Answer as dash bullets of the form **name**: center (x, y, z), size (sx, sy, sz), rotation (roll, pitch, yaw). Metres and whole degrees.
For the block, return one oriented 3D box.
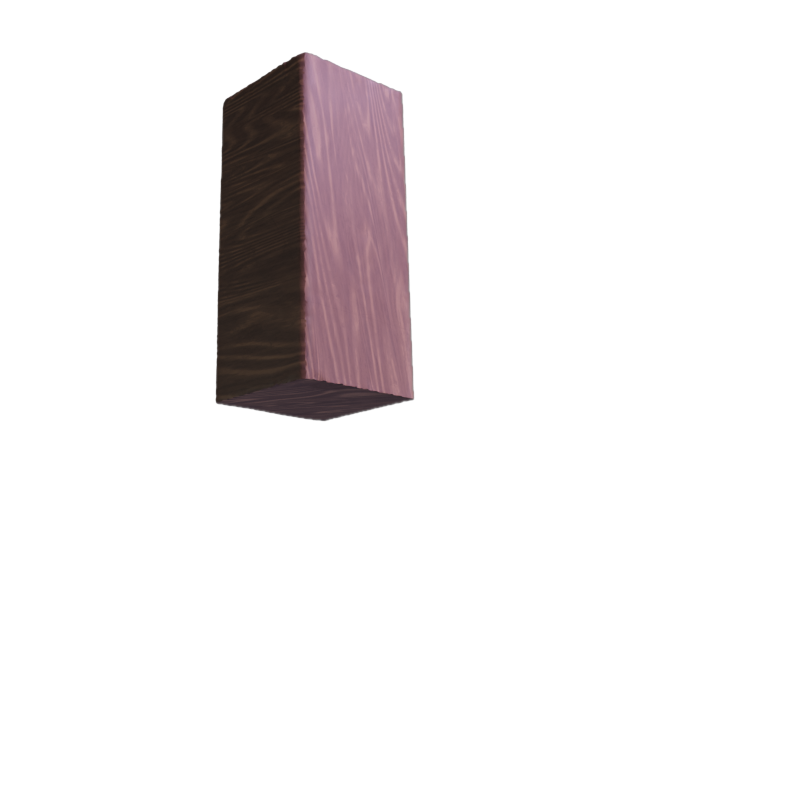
- **block**: center (-0.056, -0.101, 0.704), size (0.085, 0.216, 0.092), rotation (15, -24, -40)
